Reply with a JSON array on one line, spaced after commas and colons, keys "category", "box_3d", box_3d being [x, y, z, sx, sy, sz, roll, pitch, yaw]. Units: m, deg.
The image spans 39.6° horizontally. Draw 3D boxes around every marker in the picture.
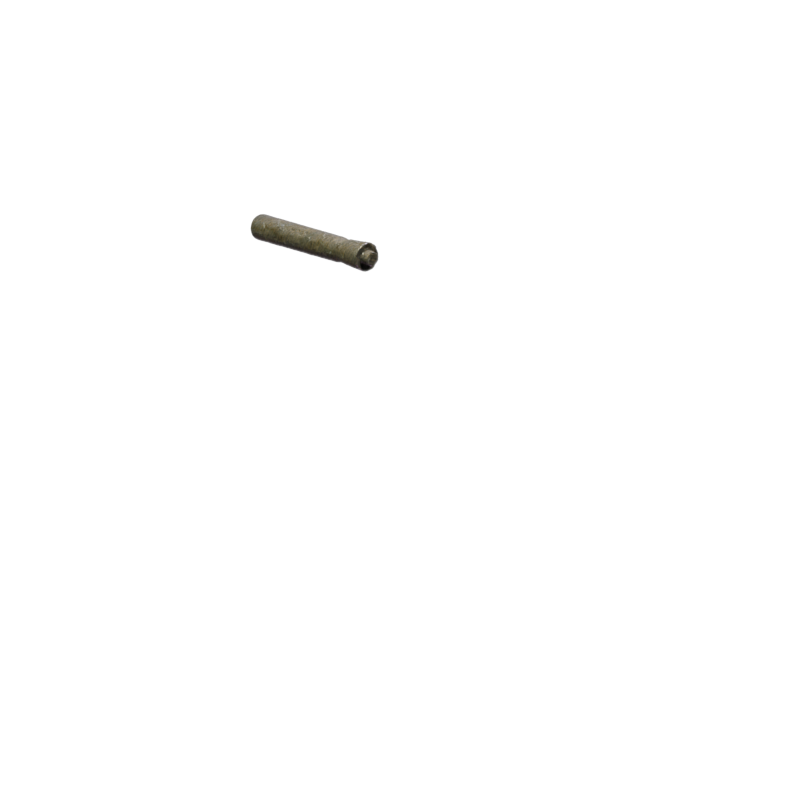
[{"category": "marker", "box_3d": [-0.058, -0.105, 0.738, 0.019, 0.019, 0.128, -3, 18, -40]}]
